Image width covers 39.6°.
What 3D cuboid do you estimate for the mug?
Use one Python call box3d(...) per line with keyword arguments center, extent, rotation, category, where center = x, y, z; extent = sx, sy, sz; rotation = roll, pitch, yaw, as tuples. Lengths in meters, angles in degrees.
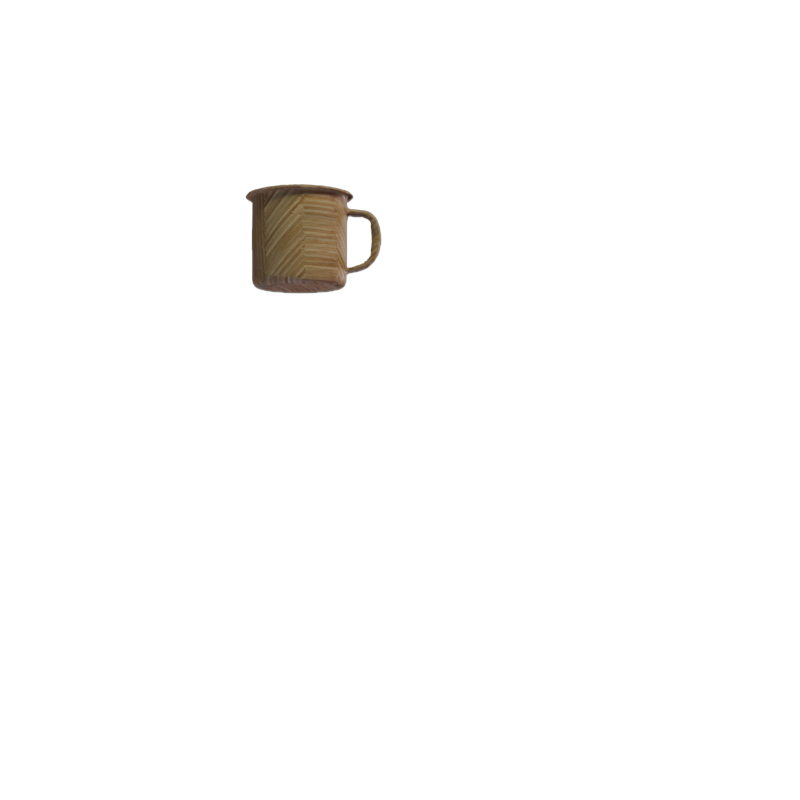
box3d(center=(-0.075, -0.136, 0.955), extent=(0.117, 0.083, 0.092), rotation=(0, -5, -3), category="mug")
